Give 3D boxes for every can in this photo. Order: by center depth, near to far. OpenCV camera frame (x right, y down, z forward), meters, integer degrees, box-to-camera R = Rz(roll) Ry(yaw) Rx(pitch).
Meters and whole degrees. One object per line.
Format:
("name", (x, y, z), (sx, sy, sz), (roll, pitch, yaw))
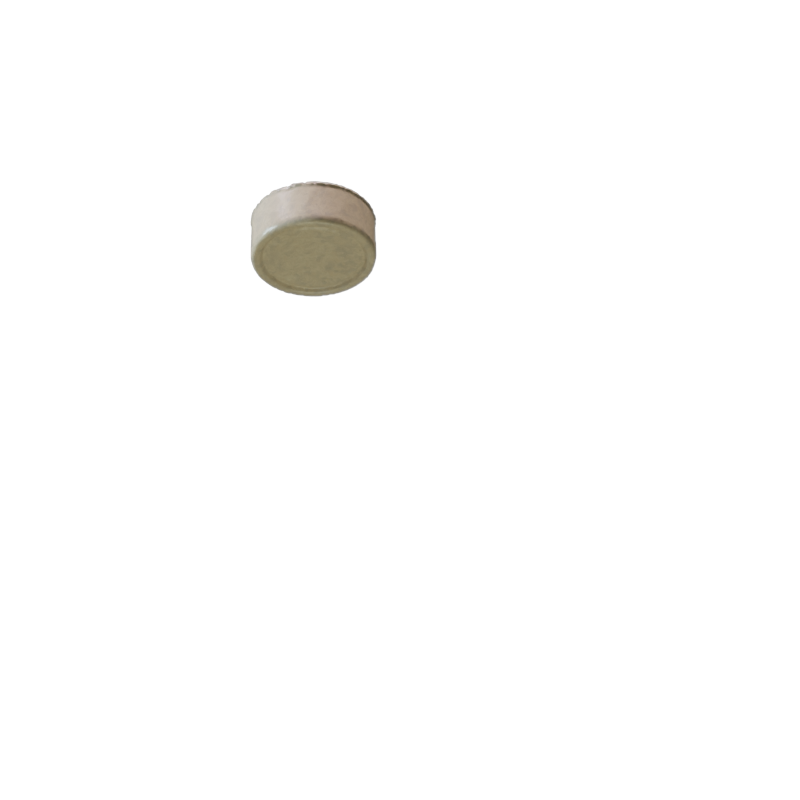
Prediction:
("can", (-0.059, -0.107, 0.749), (0.086, 0.036, 0.080), (1, -34, -2))
